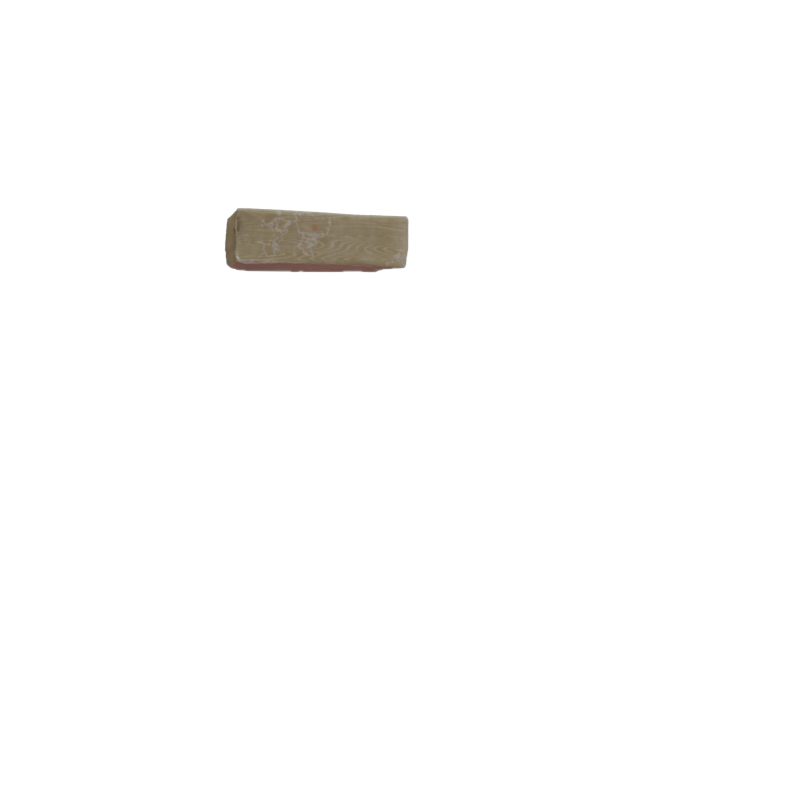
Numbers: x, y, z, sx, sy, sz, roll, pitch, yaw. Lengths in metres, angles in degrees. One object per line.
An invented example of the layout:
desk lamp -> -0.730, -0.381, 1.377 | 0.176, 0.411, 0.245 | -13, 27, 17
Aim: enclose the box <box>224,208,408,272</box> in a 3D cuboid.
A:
box -> -0.058, -0.106, 0.741 | 0.112, 0.039, 0.091 | -1, 3, -10
